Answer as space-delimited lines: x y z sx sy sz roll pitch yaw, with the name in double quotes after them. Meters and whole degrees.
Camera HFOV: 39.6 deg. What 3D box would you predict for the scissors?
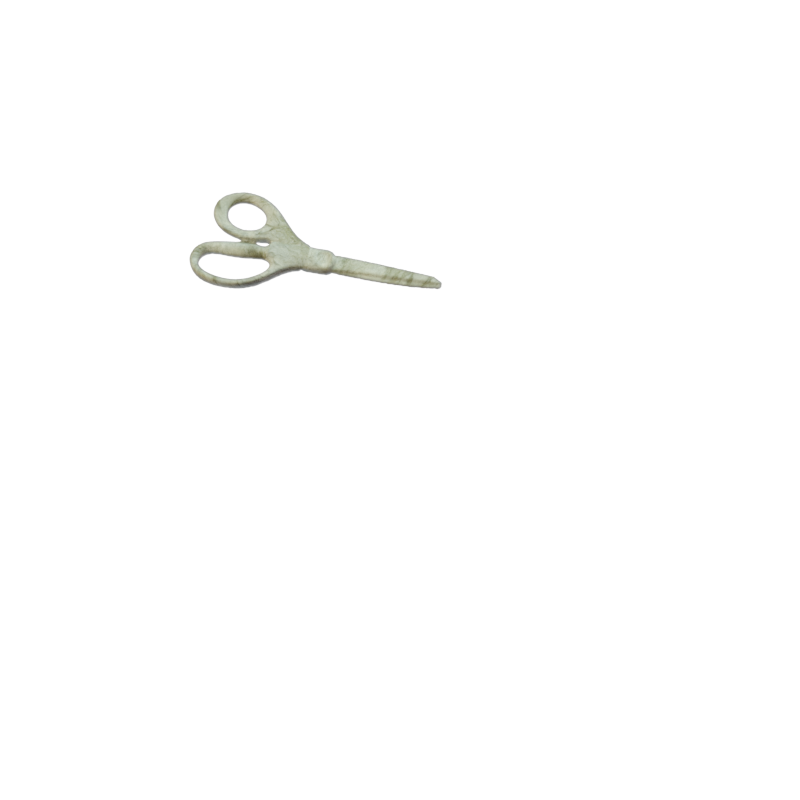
-0.071 -0.130 0.910 0.201 0.102 0.015 -3 -28 -2 "scissors"
